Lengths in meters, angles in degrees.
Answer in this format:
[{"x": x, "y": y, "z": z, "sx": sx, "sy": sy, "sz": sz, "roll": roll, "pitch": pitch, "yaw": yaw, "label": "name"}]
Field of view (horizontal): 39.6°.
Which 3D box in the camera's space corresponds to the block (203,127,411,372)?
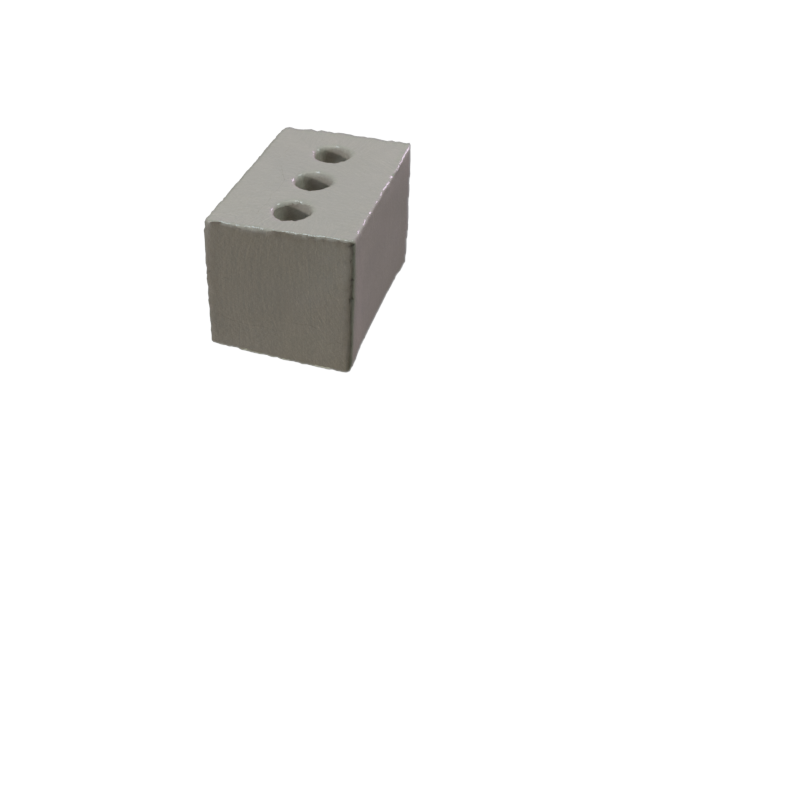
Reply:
[{"x": -0.031, "y": -0.057, "z": 0.397, "sx": 0.054, "sy": 0.048, "sz": 0.081, "roll": 10, "pitch": 37, "yaw": 12, "label": "block"}]
